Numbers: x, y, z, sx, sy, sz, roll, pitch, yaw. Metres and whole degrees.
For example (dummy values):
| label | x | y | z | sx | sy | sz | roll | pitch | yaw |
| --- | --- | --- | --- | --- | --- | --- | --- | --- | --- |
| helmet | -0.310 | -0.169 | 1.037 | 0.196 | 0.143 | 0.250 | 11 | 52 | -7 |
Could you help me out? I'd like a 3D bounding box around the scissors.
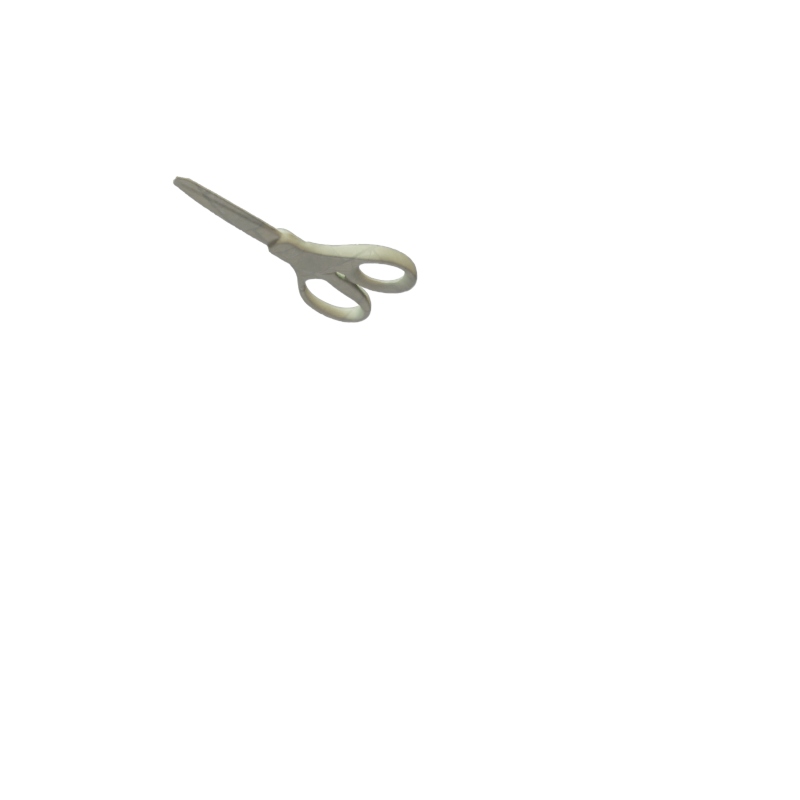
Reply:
| label | x | y | z | sx | sy | sz | roll | pitch | yaw |
| --- | --- | --- | --- | --- | --- | --- | --- | --- | --- |
| scissors | -0.059 | -0.107 | 0.750 | 0.097 | 0.017 | 0.186 | -13 | -32 | 22 |
